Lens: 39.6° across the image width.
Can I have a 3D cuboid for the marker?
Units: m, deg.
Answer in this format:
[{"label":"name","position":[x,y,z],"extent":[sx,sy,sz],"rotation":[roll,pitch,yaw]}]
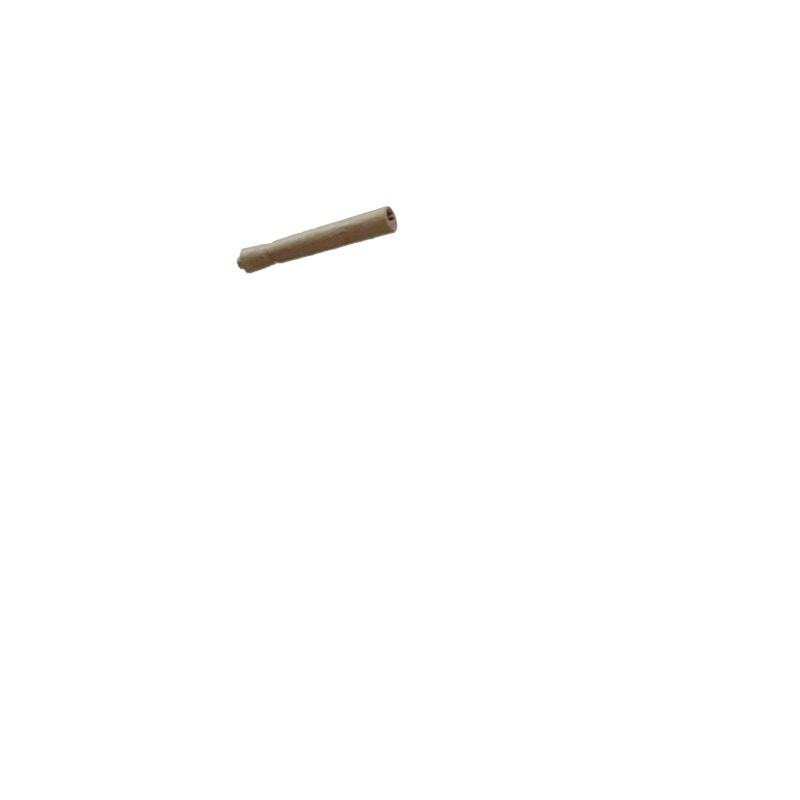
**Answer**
[{"label":"marker","position":[-0.060,-0.110,0.768],"extent":[0.123,0.020,0.019],"rotation":[-12,-1,25]}]
